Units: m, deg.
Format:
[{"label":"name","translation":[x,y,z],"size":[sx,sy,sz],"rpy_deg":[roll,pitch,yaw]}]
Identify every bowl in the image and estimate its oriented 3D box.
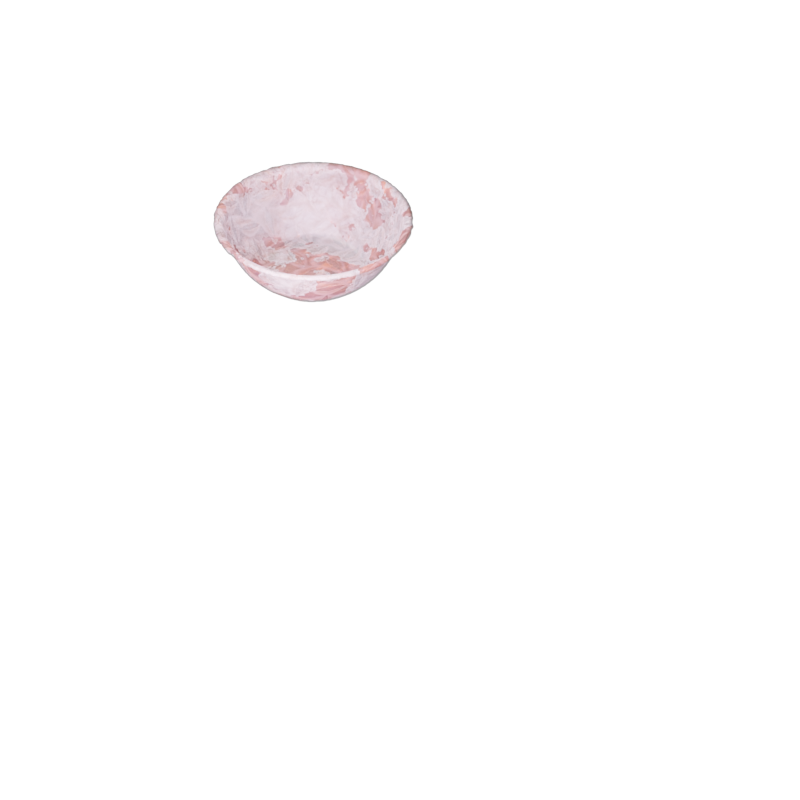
[{"label":"bowl","translation":[-0.072,-0.130,0.914],"size":[0.162,0.051,0.174],"rpy_deg":[-1,42,-2]}]
